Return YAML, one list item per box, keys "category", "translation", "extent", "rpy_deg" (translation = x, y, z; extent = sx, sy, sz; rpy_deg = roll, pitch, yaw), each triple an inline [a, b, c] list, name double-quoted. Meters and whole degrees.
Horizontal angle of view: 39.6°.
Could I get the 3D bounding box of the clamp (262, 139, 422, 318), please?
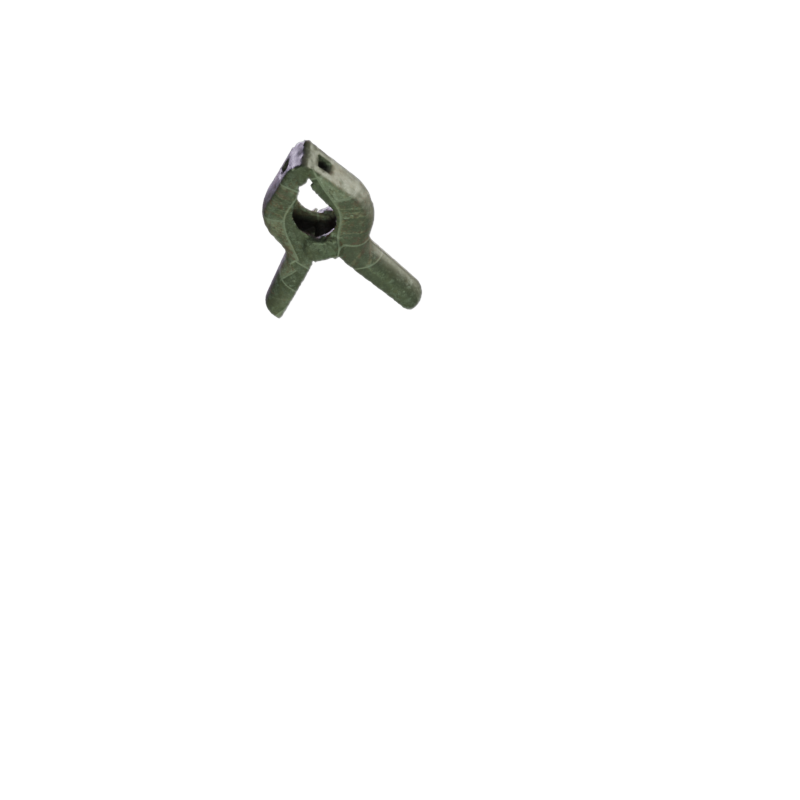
- category: "clamp"
  translation: [-0.063, -0.115, 0.807]
  extent: [0.121, 0.042, 0.158]
  rpy_deg: [-13, -44, 14]
